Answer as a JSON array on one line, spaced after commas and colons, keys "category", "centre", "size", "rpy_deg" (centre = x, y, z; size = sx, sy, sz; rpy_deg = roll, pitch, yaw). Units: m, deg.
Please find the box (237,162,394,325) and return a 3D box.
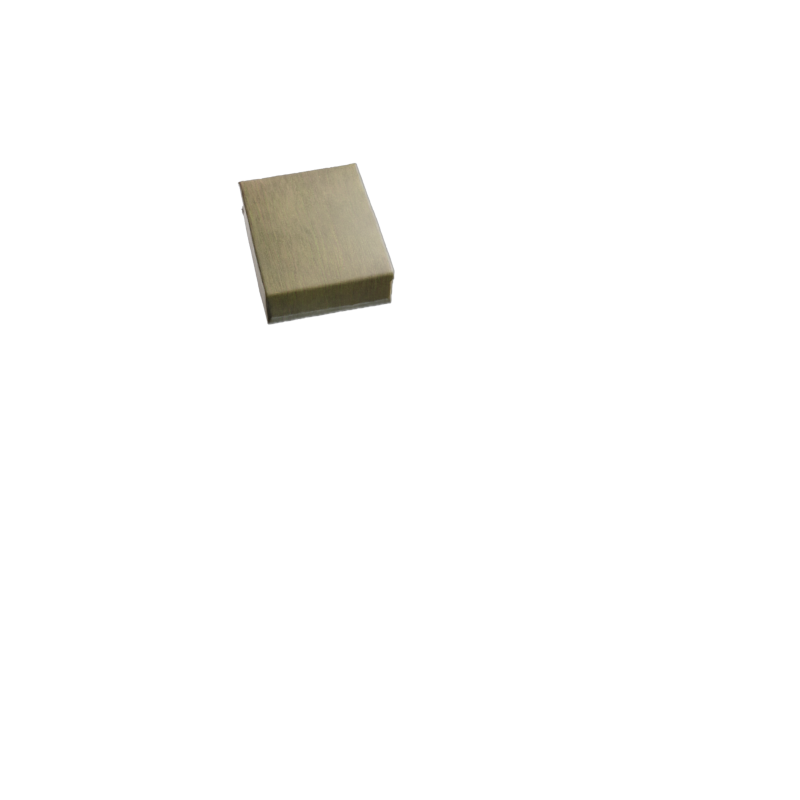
[{"category": "box", "centre": [-0.061, -0.112, 0.785], "size": [0.089, 0.123, 0.036], "rpy_deg": [-11, -39, -9]}]
